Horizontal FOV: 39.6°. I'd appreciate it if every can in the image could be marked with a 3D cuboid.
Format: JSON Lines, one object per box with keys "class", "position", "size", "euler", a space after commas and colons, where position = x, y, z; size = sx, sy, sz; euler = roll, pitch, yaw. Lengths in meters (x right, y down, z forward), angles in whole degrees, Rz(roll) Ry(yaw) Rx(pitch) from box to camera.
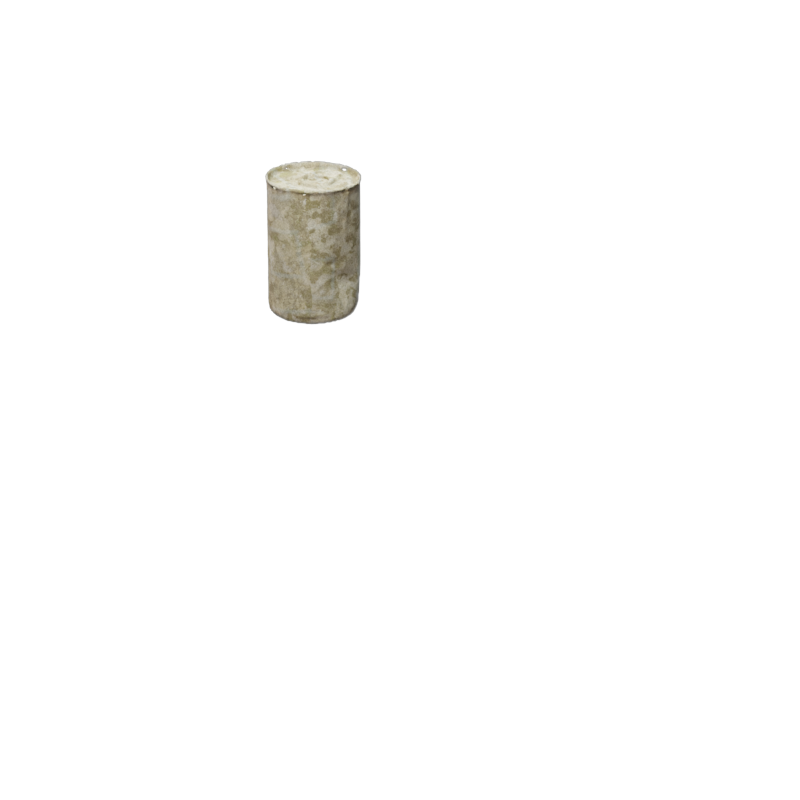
{"class": "can", "position": [-0.063, -0.115, 0.804], "size": [0.068, 0.097, 0.072], "euler": [0, 25, -2]}
